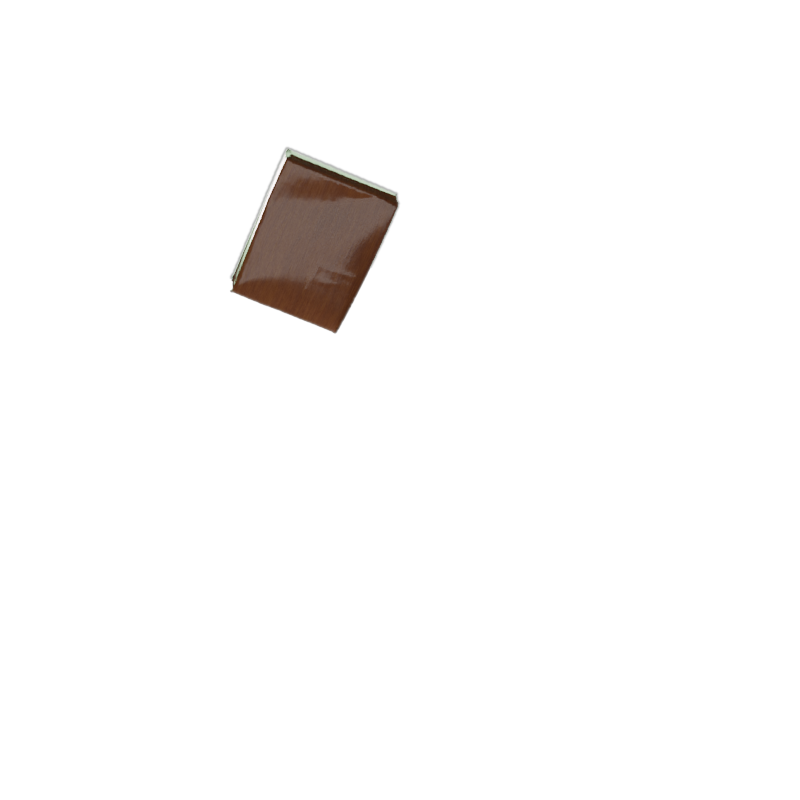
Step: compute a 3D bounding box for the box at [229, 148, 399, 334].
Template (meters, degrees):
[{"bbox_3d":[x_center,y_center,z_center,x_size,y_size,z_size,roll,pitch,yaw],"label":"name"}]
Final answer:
[{"bbox_3d":[-0.064,-0.116,0.815,0.088,0.111,0.040,23,15,-7],"label":"box"}]
